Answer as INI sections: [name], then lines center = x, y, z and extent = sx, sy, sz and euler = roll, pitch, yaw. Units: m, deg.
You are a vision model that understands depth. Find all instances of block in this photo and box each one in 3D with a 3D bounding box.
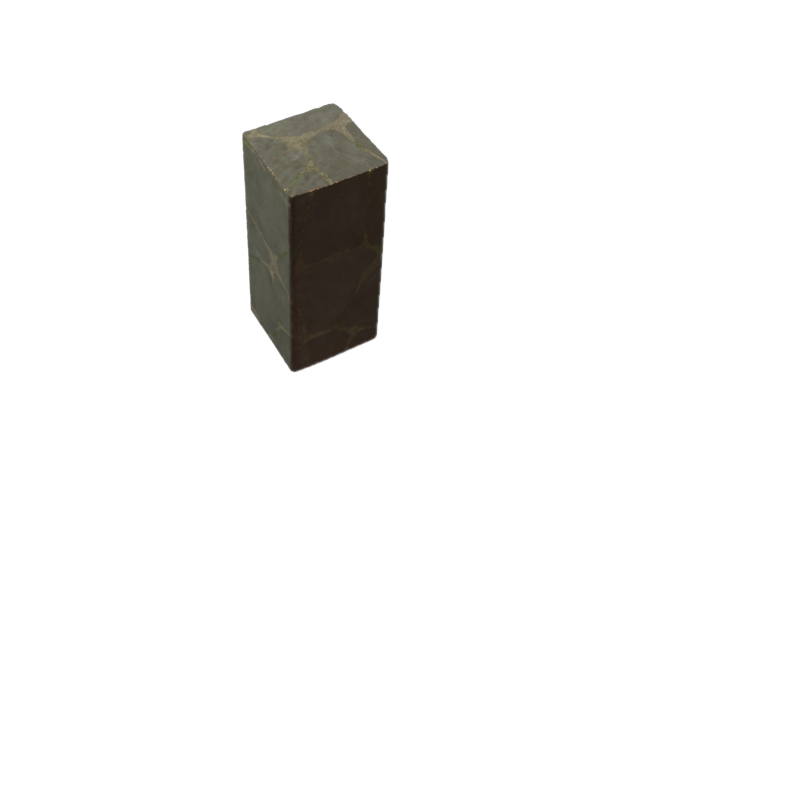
[block]
center = -0.073, -0.135, 0.942
extent = 0.089, 0.192, 0.098
euler = -22, 52, -22
